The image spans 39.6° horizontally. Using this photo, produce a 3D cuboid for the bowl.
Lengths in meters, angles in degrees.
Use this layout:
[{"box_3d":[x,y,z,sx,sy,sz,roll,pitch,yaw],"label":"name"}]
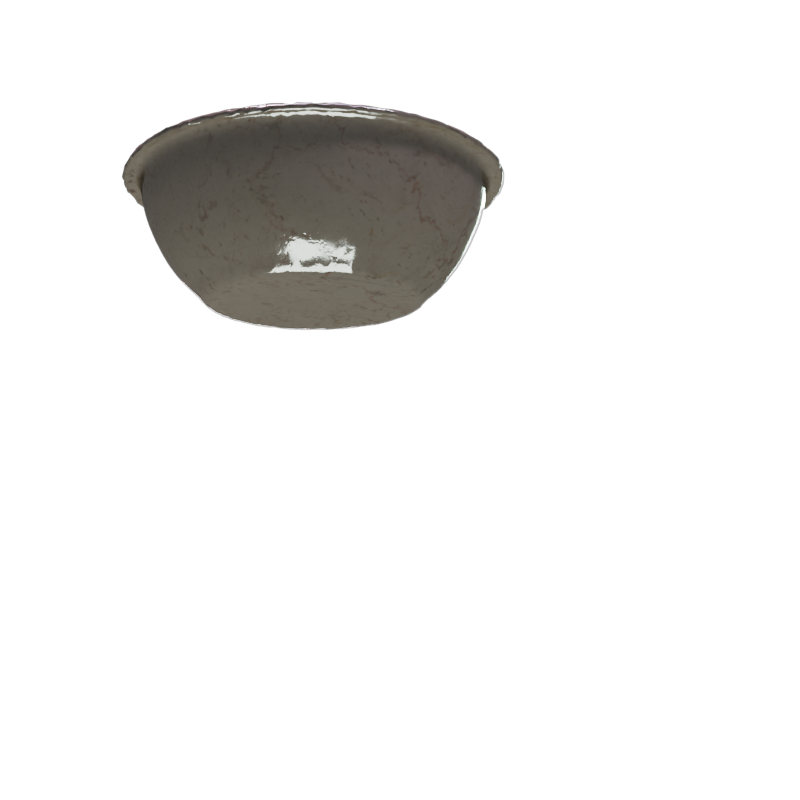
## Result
[{"box_3d":[-0.037,-0.067,0.468,0.162,0.057,0.157,0,-12,-2],"label":"bowl"}]
